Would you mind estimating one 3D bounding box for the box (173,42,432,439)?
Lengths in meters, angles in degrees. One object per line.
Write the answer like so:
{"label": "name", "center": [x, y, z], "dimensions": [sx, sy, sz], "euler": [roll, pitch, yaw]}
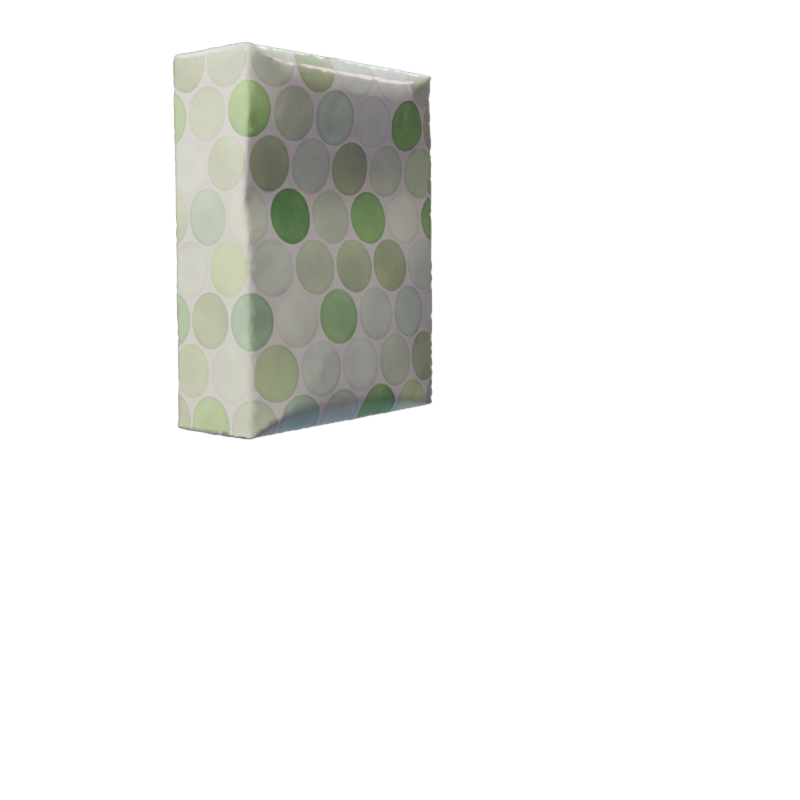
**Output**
{"label": "box", "center": [-0.052, -0.095, 0.662], "dimensions": [0.075, 0.214, 0.158], "euler": [0, 2, 41]}
